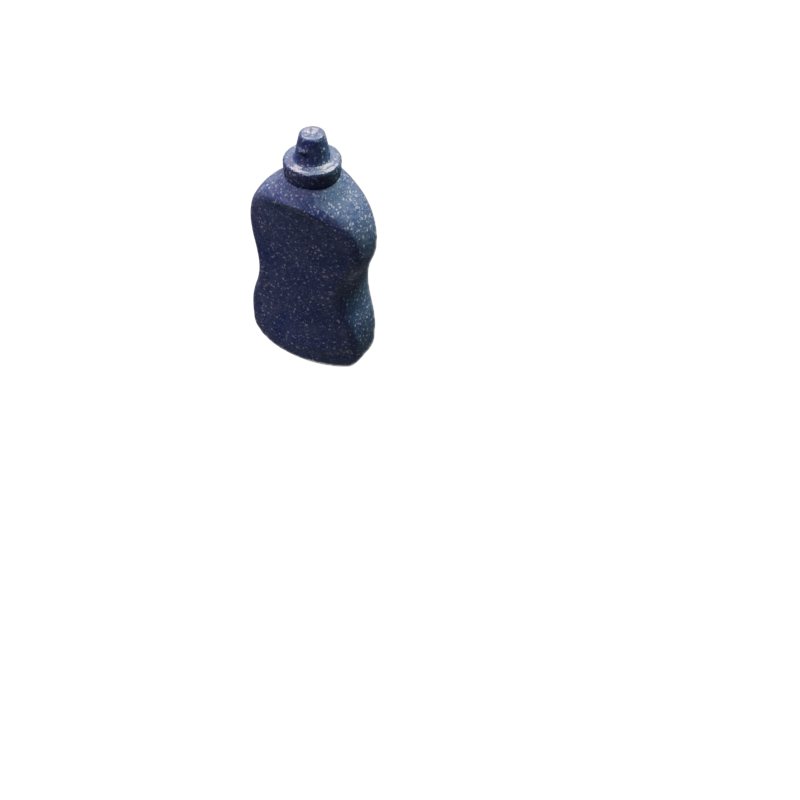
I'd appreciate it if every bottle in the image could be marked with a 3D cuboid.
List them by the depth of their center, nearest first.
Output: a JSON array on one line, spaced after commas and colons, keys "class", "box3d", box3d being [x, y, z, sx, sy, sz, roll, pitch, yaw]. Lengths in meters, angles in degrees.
[{"class": "bottle", "box3d": [-0.064, -0.115, 0.808, 0.101, 0.179, 0.059, 26, 47, 23]}]
